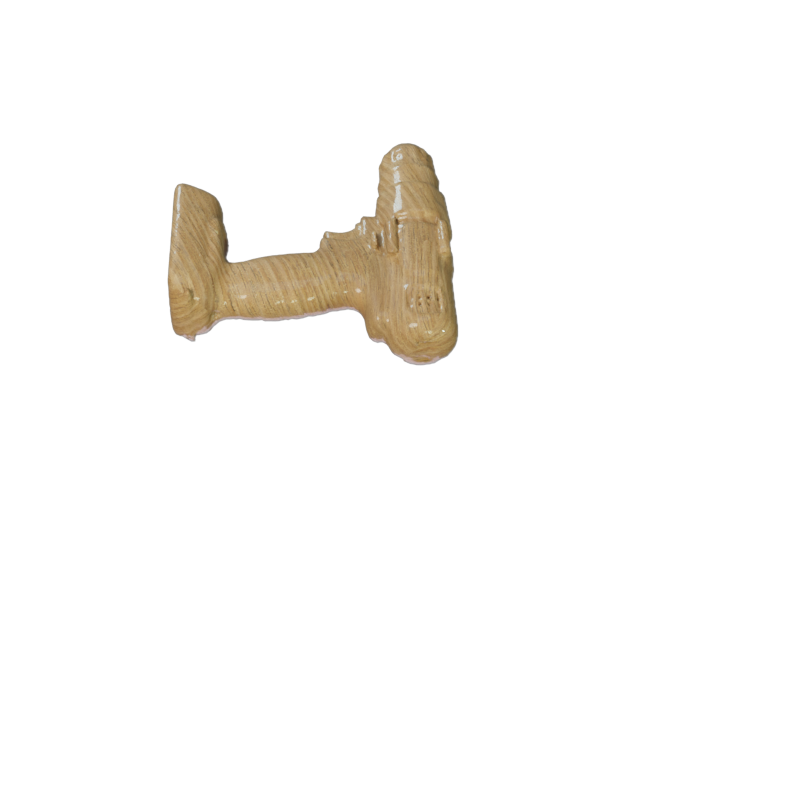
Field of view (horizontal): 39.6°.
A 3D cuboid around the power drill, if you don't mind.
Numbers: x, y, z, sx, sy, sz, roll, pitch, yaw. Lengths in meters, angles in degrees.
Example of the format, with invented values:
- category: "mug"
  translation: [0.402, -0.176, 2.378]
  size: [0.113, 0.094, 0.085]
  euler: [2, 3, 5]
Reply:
- category: "power drill"
  translation: [-0.058, -0.106, 0.740]
  size: [0.187, 0.198, 0.053]
  euler: [-2, -41, -2]
